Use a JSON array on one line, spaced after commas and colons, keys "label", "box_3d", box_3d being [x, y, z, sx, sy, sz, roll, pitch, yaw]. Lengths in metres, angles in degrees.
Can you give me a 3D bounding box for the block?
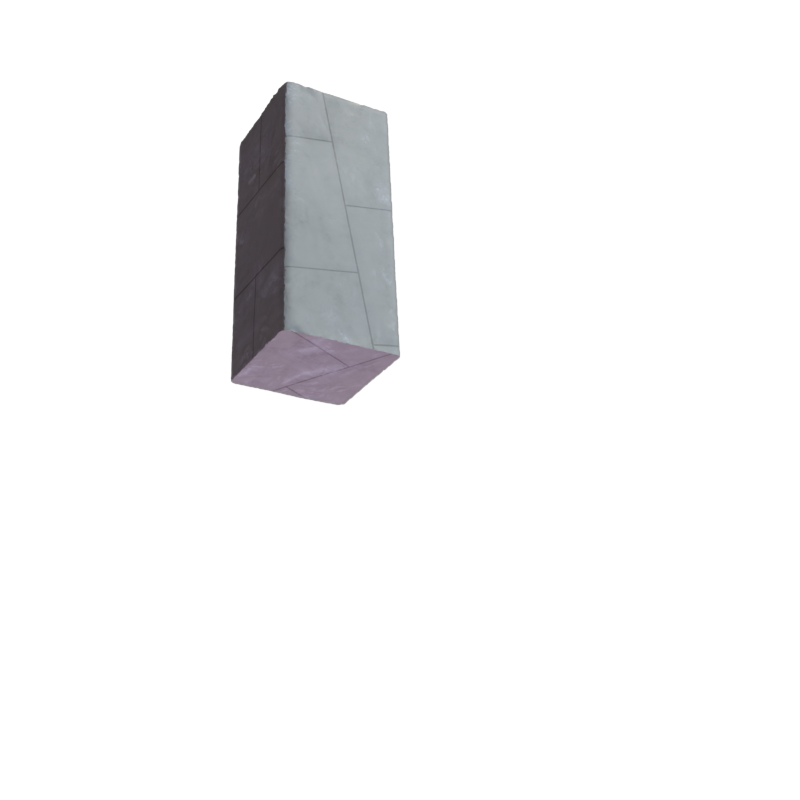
[{"label": "block", "box_3d": [-0.064, -0.115, 0.803, 0.087, 0.220, 0.089, 13, -33, -25]}]
